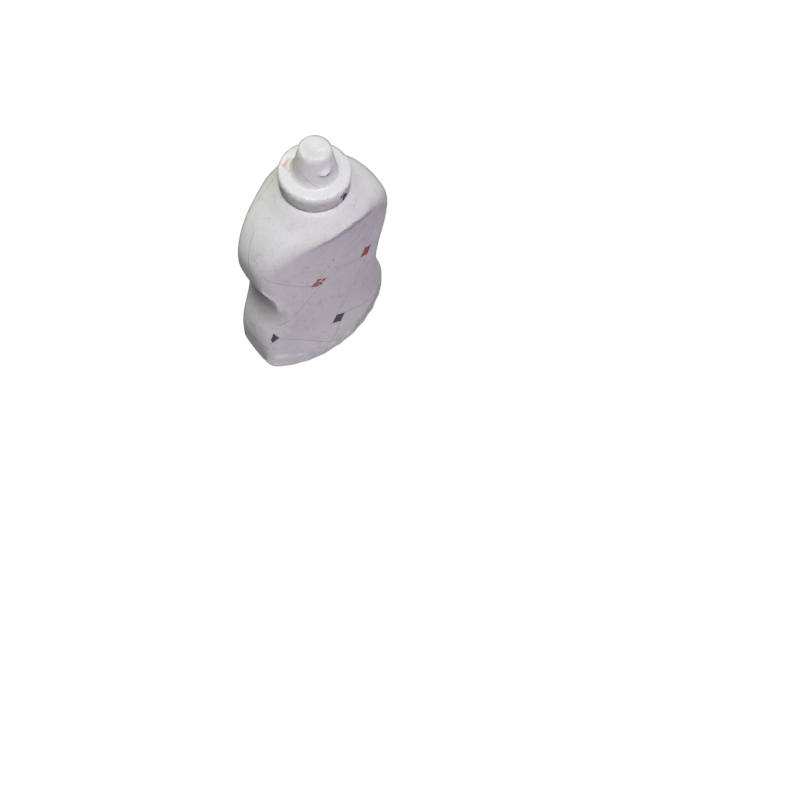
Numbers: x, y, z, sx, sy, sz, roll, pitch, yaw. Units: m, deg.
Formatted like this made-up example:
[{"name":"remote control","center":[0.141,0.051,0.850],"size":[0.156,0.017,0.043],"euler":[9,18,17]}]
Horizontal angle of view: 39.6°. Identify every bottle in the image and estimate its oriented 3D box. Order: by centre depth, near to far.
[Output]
[{"name":"bottle","center":[-0.052,-0.095,0.666],"size":[0.096,0.062,0.181],"euler":[-33,-19,-18]}]
